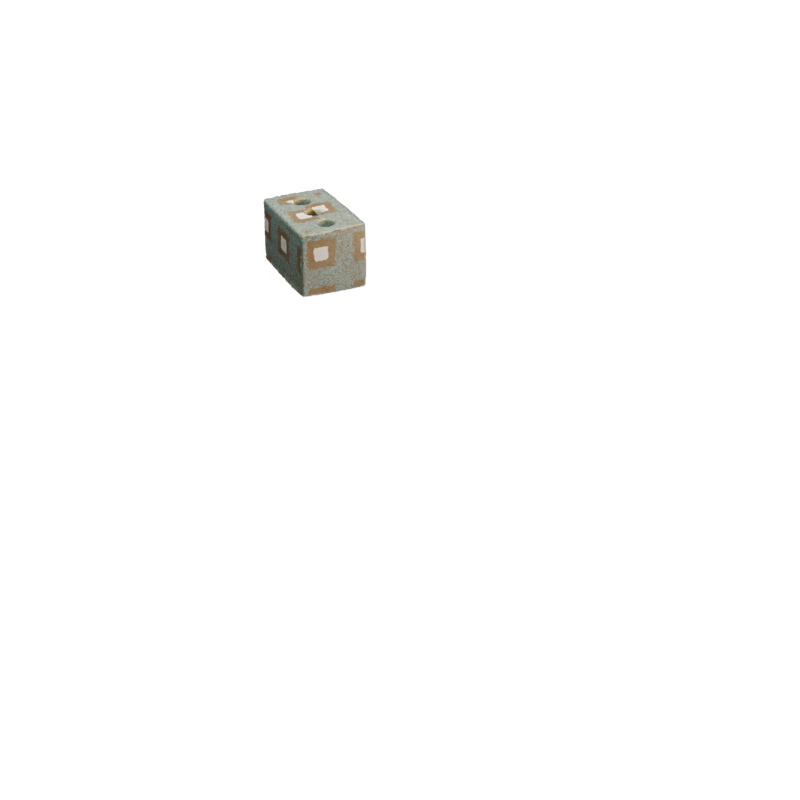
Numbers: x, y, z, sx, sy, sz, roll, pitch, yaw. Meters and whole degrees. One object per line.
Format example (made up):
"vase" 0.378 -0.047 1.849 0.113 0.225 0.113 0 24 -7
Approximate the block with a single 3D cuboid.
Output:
"block" -0.066 -0.120 0.839 0.052 0.048 0.084 -13 32 -24
